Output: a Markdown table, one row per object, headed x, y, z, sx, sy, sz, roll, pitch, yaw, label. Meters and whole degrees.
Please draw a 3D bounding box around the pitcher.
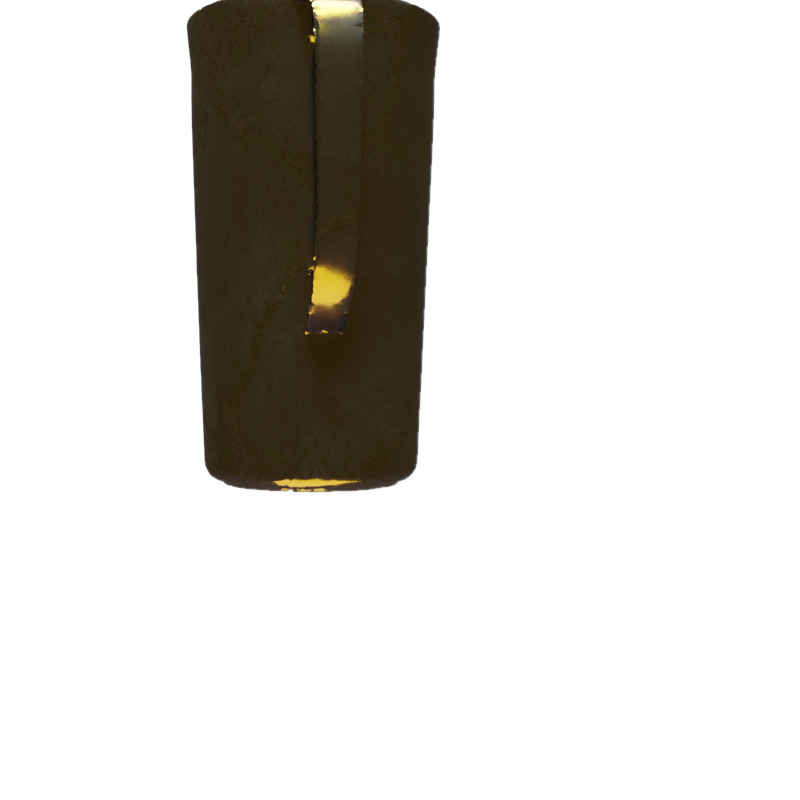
| x | y | z | sx | sy | sz | roll | pitch | yaw | label |
| --- | --- | --- | --- | --- | --- | --- | --- | --- | --- |
| -0.044 | -0.080 | 0.563 | 0.150 | 0.246 | 0.143 | -3 | -5 | 35 | pitcher |
